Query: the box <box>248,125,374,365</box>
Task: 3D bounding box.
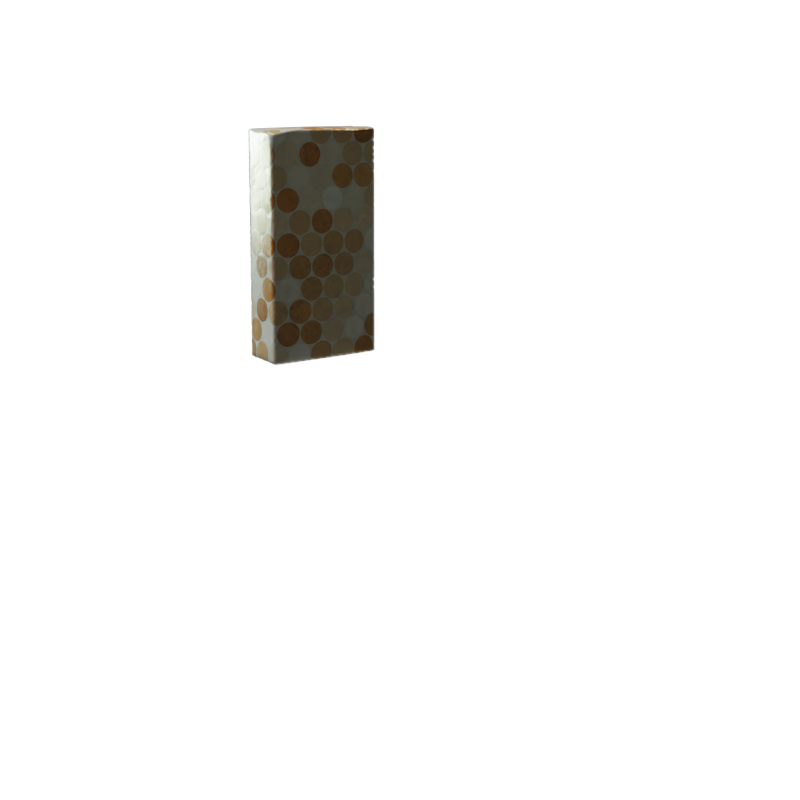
[{"bbox_3d":[-0.067,-0.122,0.854,0.091,0.172,0.051,-7,13,-32],"label":"box"}]
